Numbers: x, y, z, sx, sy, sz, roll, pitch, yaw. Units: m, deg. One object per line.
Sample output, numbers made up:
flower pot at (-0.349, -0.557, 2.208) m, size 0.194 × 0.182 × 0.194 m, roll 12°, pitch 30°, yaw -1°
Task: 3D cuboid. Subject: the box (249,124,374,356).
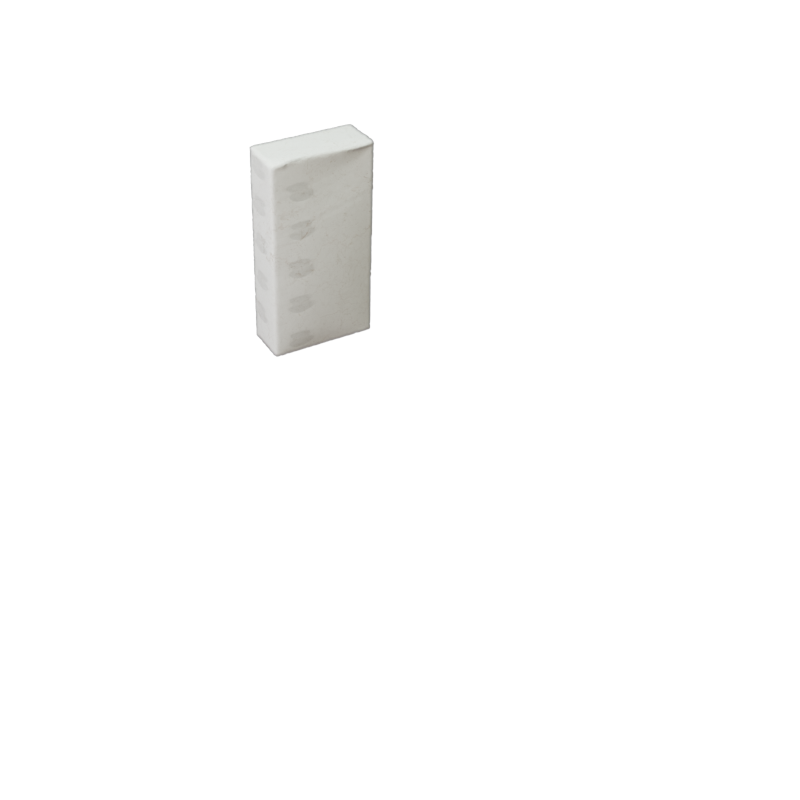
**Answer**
box at (-0.070, -0.128, 0.897) m, size 0.092 × 0.165 × 0.052 m, roll -17°, pitch 39°, yaw -25°
